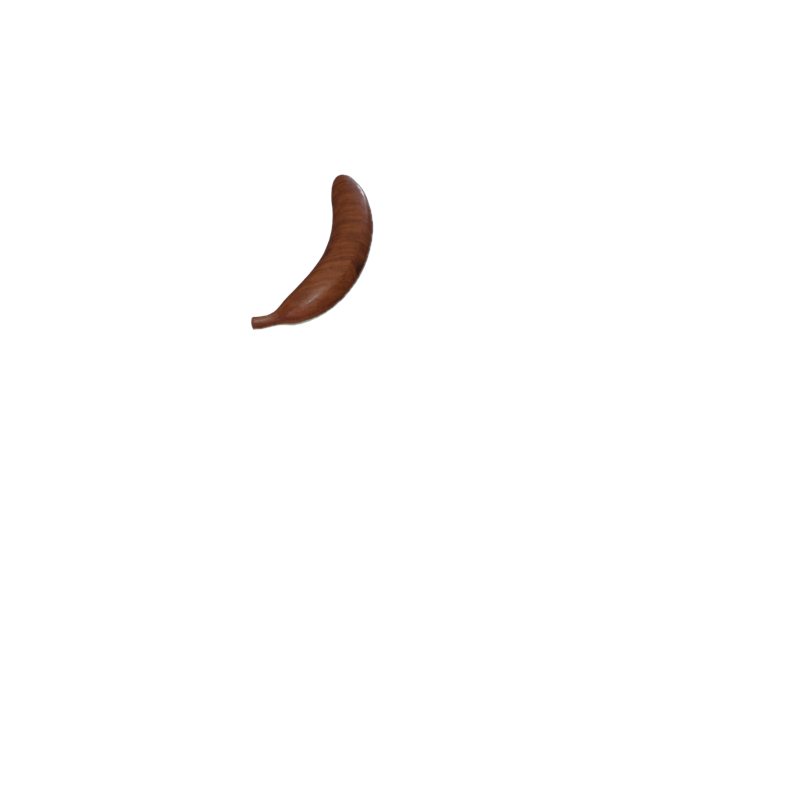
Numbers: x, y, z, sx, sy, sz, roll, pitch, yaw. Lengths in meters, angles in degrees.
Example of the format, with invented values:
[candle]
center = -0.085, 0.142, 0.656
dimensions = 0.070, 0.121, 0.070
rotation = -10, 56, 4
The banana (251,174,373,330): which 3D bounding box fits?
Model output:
[banana]
center = -0.061, -0.132, 0.976
dimensions = 0.071, 0.206, 0.034
rotation = 16, -39, 13
